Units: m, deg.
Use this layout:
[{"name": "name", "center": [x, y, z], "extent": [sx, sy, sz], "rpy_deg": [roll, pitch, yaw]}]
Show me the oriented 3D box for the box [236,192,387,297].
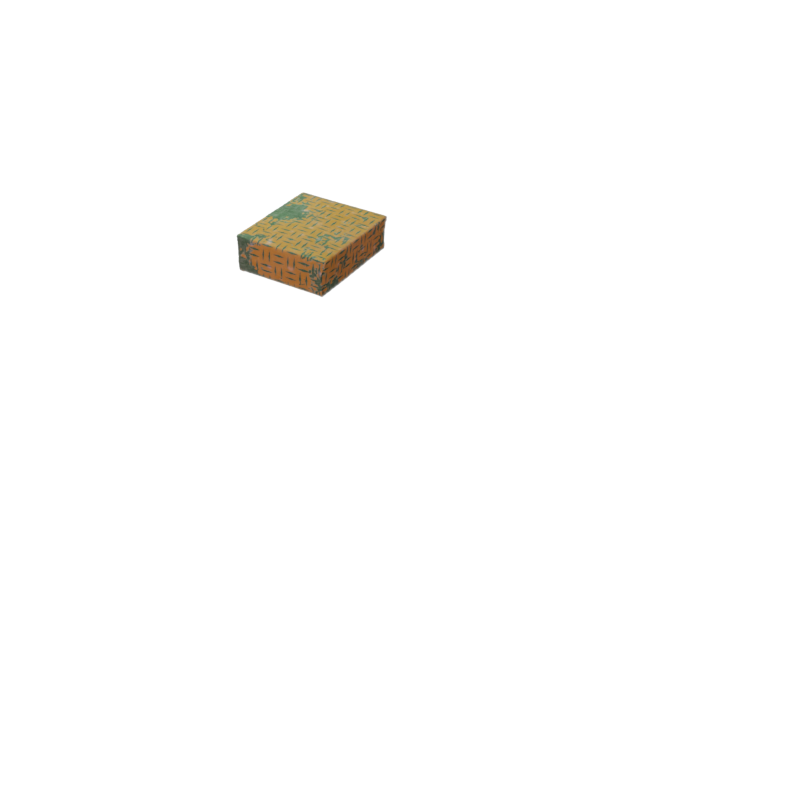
[{"name": "box", "center": [-0.077, -0.140, 0.980], "extent": [0.094, 0.036, 0.116], "rpy_deg": [17, 38, 23]}]
